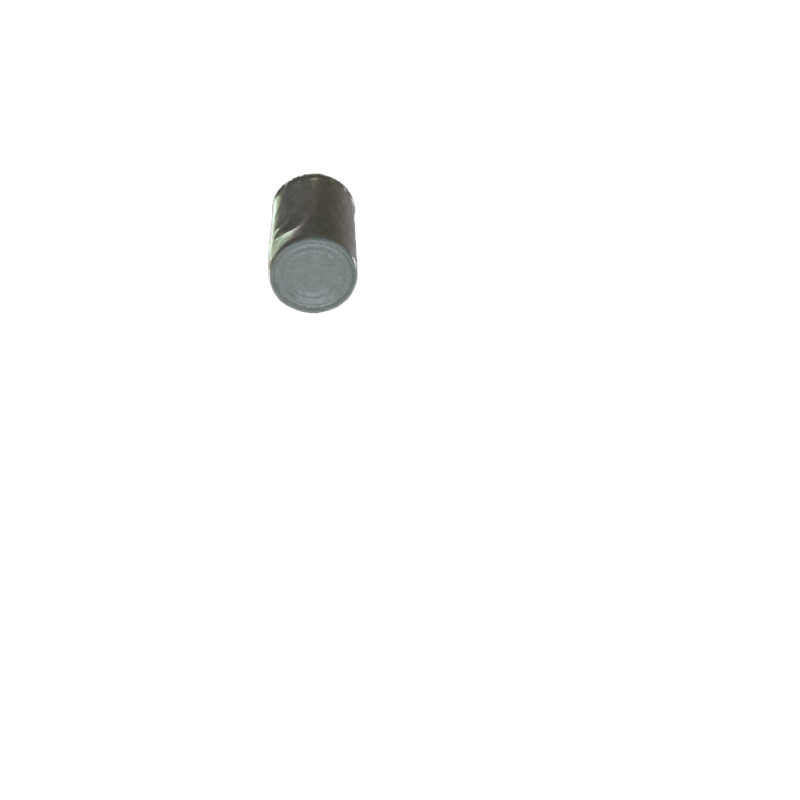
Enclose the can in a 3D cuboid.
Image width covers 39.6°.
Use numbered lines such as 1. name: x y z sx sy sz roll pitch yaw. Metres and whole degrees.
1. can: -0.067 -0.123 0.861 0.068 0.064 0.109 -1 36 -3
